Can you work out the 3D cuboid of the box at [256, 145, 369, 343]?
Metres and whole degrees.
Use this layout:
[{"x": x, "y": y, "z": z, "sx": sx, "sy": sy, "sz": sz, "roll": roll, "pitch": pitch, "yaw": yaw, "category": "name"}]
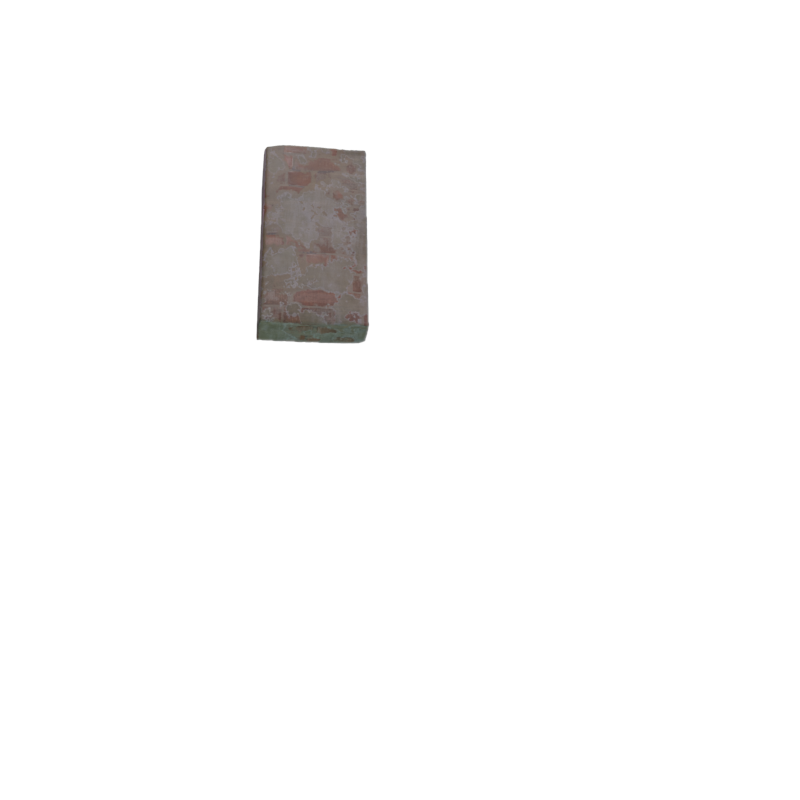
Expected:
[{"x": -0.075, "y": -0.137, "z": 0.958, "sx": 0.092, "sy": 0.187, "sz": 0.046, "roll": 1, "pitch": -26, "yaw": -7, "category": "box"}]
